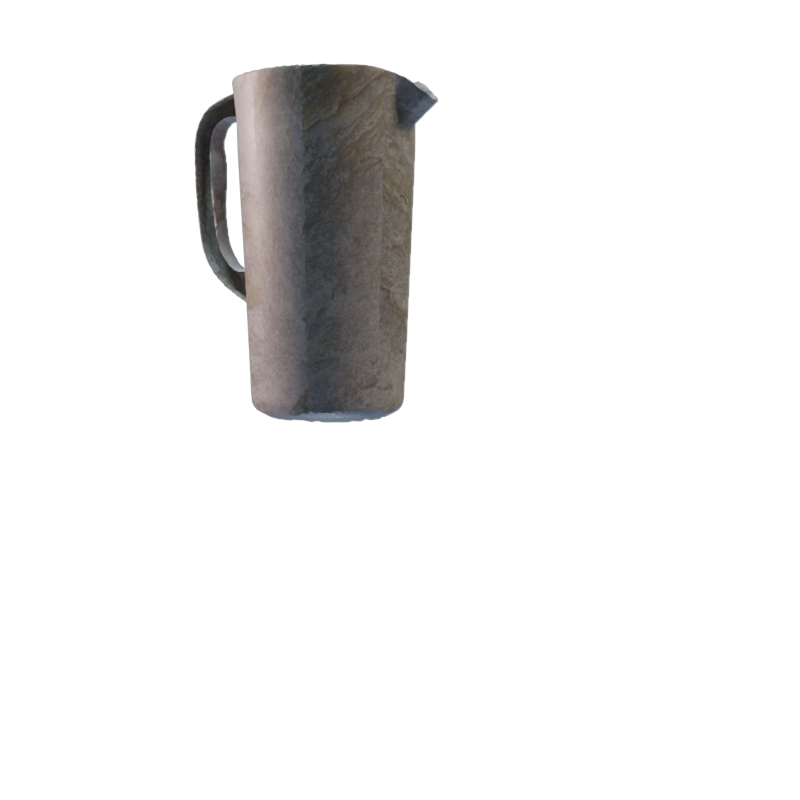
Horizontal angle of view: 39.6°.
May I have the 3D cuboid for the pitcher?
[{"bbox_3d":[-0.062,-0.113,0.789,0.141,0.243,0.153,0,1,-21],"label":"pitcher"}]
